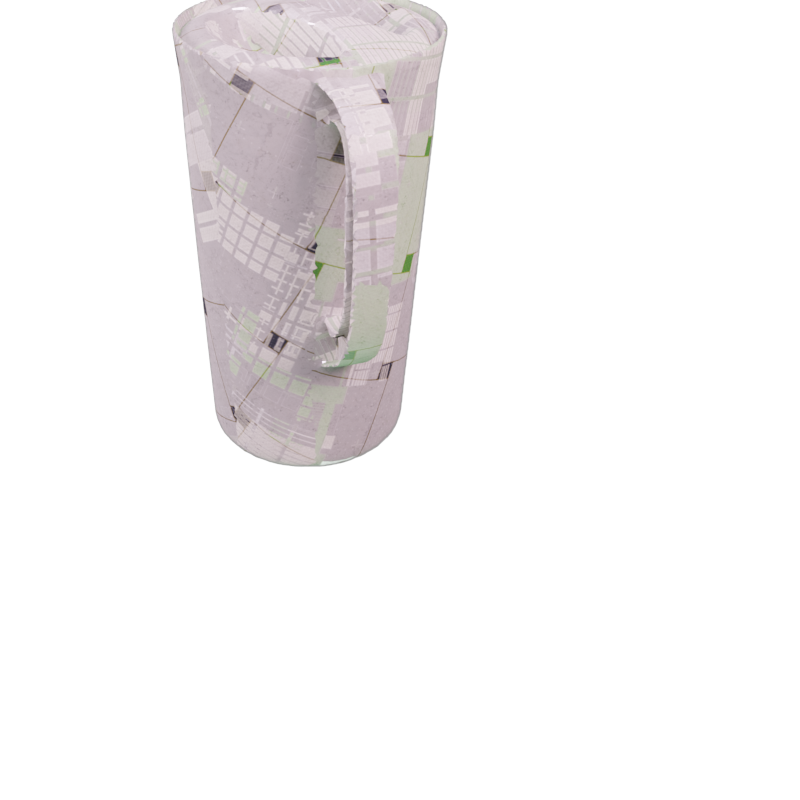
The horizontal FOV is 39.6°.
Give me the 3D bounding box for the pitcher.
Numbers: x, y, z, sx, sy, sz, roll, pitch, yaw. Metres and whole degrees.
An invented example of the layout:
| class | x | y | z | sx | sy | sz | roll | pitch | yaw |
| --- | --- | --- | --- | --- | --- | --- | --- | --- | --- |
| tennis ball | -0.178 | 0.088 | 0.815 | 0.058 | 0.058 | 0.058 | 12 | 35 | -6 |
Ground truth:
| class | x | y | z | sx | sy | sz | roll | pitch | yaw |
| --- | --- | --- | --- | --- | --- | --- | --- | --- | --- |
| pitcher | -0.045 | -0.083 | 0.581 | 0.151 | 0.229 | 0.152 | 15 | 33 | 21 |
